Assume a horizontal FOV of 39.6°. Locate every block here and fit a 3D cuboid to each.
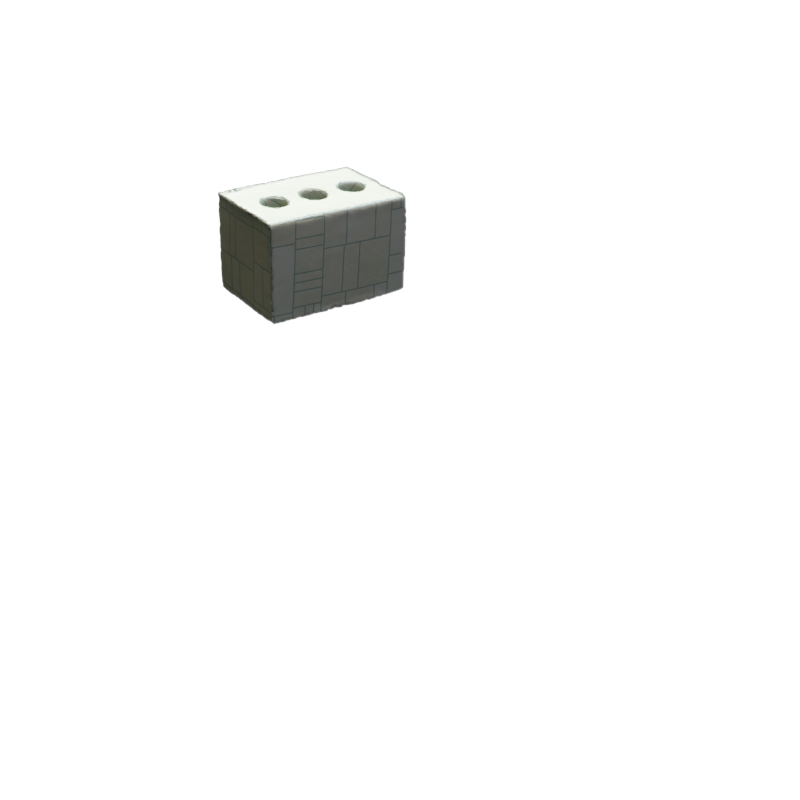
[{"bbox_3d":[-0.042,-0.077,0.542,0.077,0.049,0.056,-17,31,-31],"label":"block"}]
